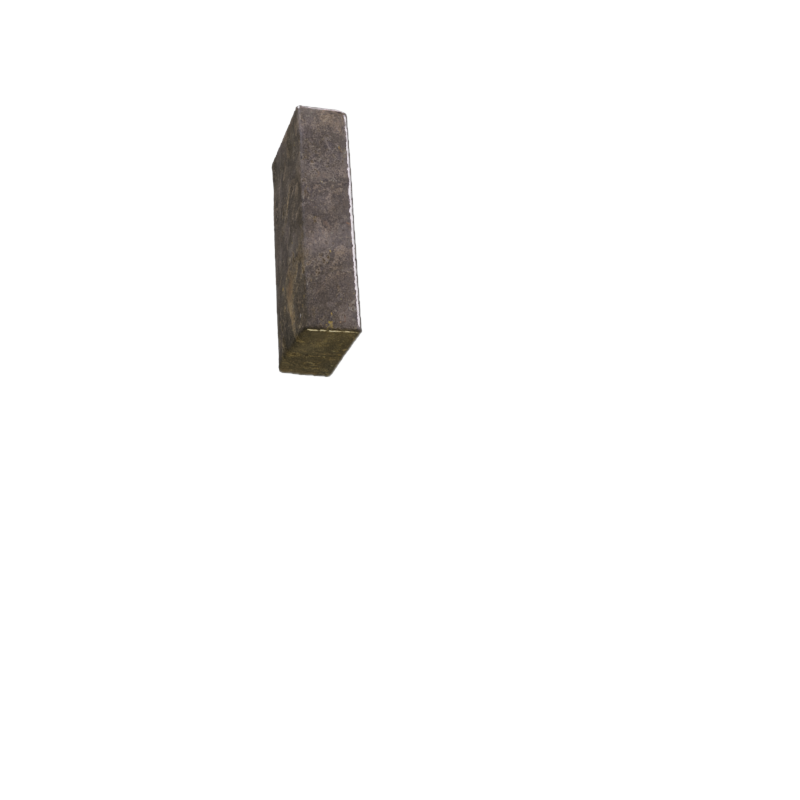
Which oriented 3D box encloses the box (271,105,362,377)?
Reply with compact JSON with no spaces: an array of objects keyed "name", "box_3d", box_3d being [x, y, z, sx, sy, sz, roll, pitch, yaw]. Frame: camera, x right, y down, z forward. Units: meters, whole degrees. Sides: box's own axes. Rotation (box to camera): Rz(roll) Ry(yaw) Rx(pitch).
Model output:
[{"name":"box","box_3d":[-0.063,-0.115,0.805,0.047,0.186,0.090,6,-25,-16]}]
